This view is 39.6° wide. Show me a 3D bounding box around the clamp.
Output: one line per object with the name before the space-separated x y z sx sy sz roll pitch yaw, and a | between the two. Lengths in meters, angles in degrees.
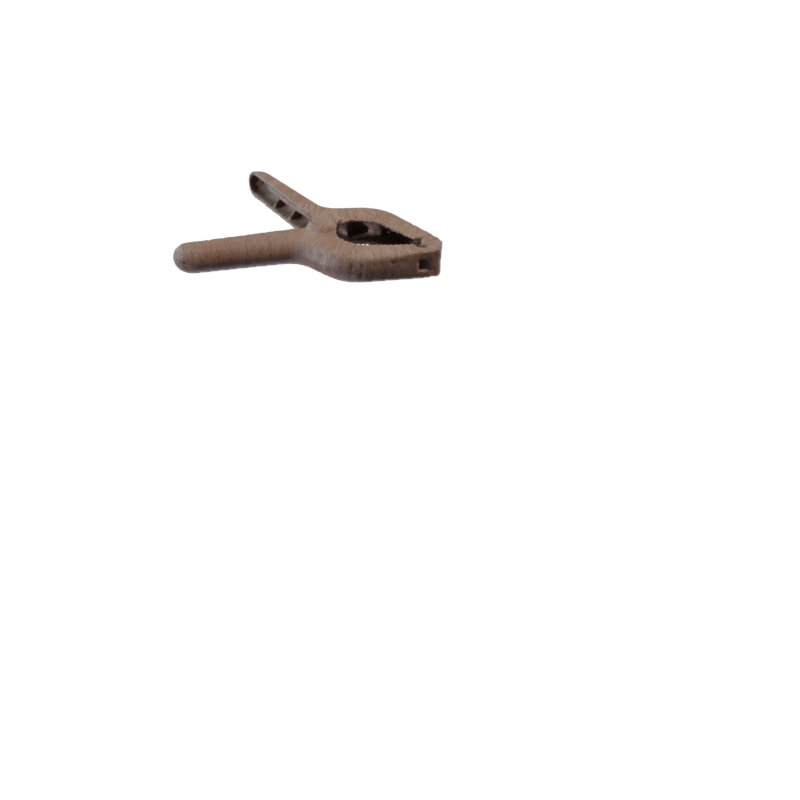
clamp | -0.072 -0.131 0.918 0.218 0.034 0.169 16 39 21
